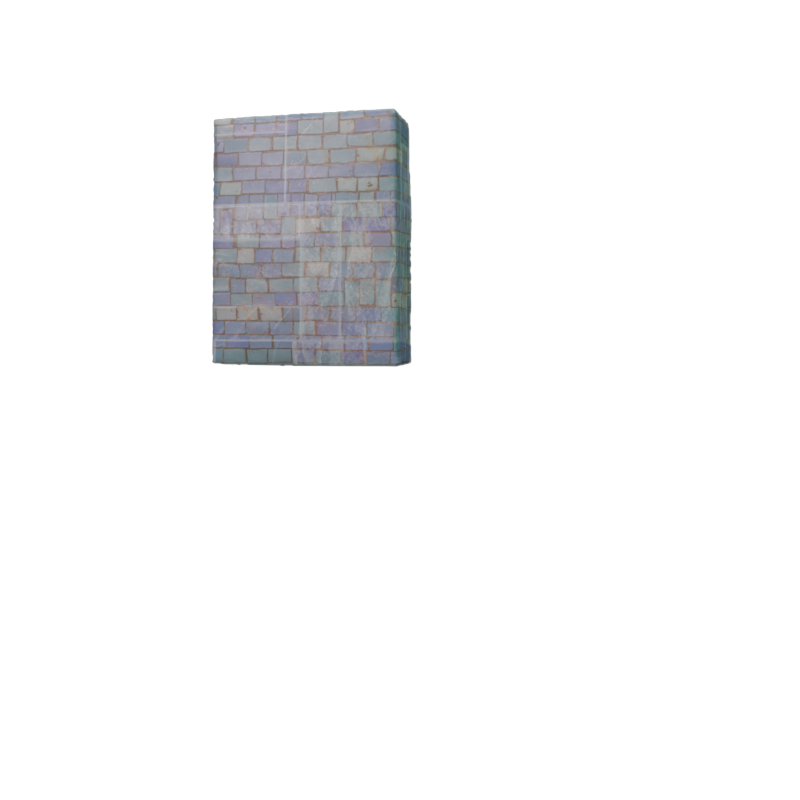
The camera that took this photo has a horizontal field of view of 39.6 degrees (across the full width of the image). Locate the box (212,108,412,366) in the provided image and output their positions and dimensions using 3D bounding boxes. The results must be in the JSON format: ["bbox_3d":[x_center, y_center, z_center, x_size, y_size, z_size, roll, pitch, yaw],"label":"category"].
[{"bbox_3d":[-0.075,-0.137,0.961,0.167,0.216,0.070,-1,-4,15],"label":"box"}]
